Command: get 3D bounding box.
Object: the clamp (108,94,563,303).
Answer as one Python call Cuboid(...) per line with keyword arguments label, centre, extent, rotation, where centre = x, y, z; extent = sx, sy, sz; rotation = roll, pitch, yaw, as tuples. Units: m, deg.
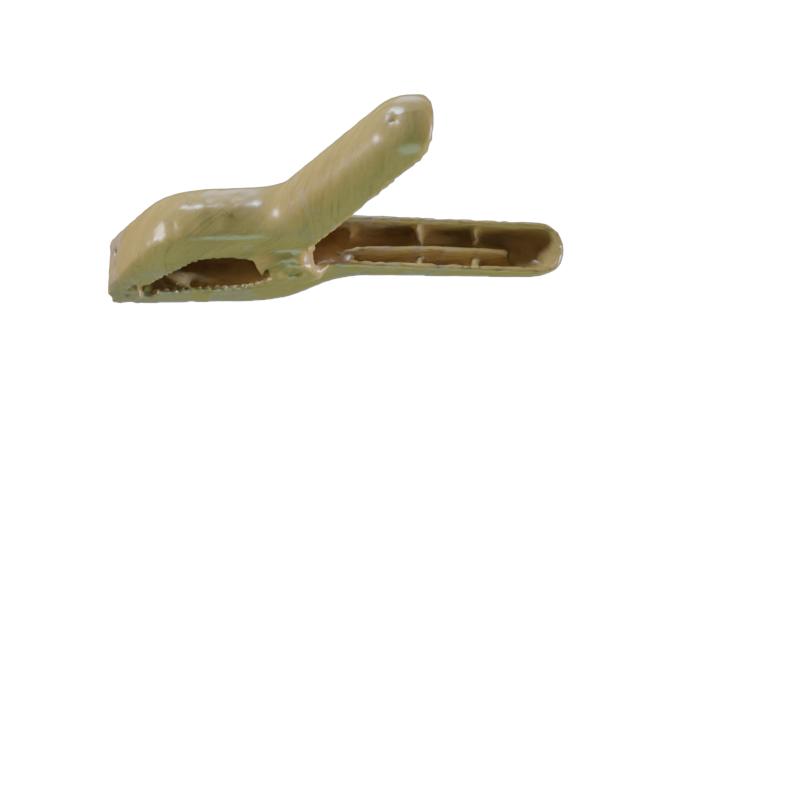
Cuboid(label="clamp", centre=(-0.039, -0.072, 0.502), extent=(0.214, 0.038, 0.154), rotation=(-10, -17, 32))
